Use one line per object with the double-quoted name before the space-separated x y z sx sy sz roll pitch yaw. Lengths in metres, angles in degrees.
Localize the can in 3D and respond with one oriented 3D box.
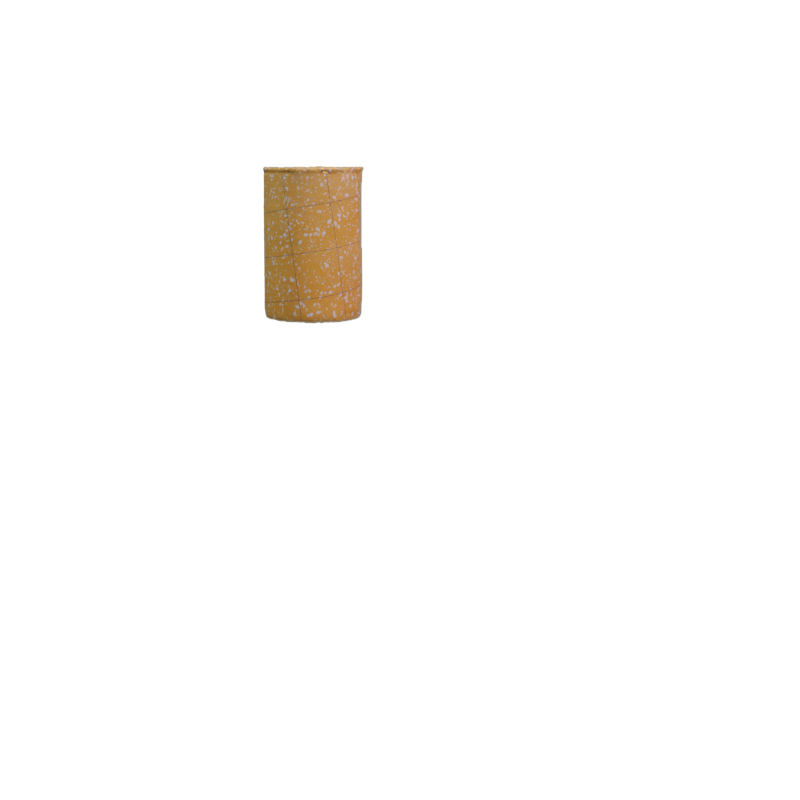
"can" -0.059 -0.107 0.752 0.068 0.101 0.070 0 7 -2
